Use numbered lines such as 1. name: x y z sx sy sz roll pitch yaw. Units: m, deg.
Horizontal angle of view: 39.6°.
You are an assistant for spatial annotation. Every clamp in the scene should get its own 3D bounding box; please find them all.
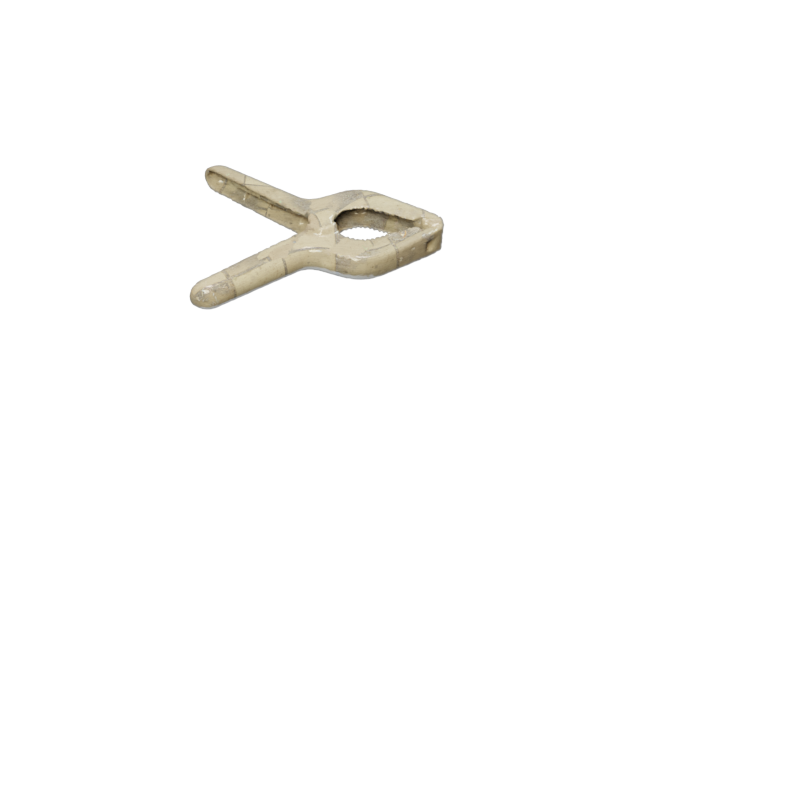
1. clamp: -0.071 -0.130 0.909 0.211 0.175 0.034 4 -43 4
